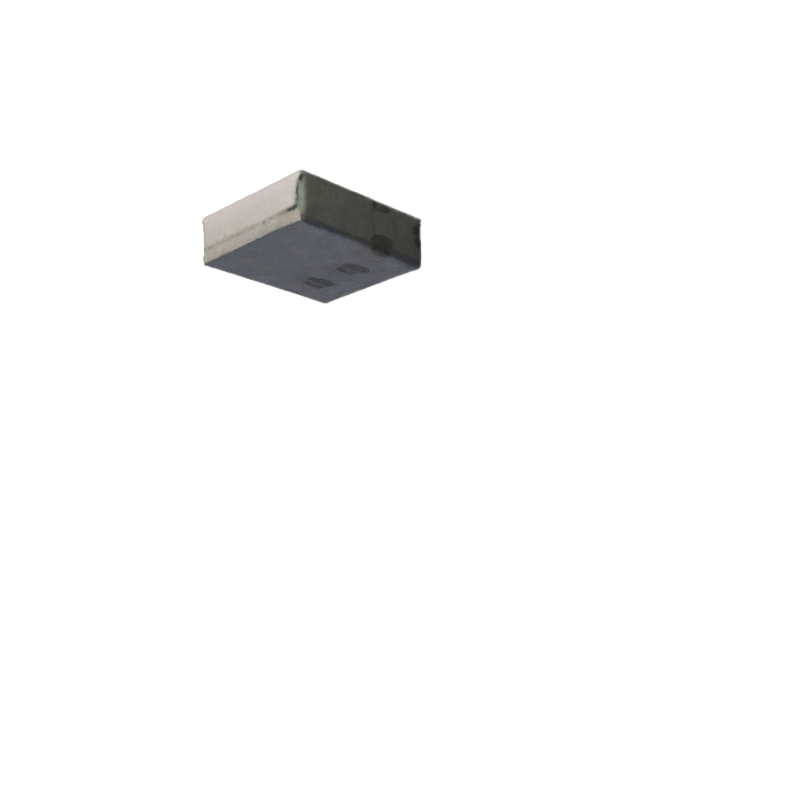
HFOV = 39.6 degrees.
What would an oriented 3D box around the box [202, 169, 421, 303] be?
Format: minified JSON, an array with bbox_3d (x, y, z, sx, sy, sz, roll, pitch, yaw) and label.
[{"bbox_3d":[-0.055,-0.100,0.700,0.091,0.041,0.107,-16,-24,41],"label":"box"}]
